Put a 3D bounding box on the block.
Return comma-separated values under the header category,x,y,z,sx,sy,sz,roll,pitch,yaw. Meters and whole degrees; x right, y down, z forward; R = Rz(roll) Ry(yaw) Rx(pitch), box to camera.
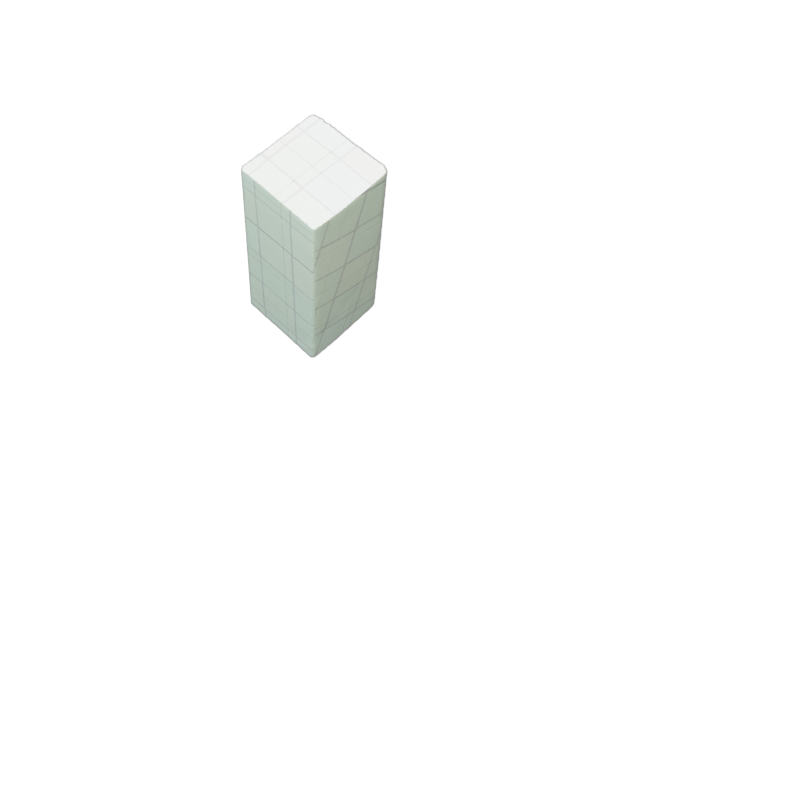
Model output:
category,x,y,z,sx,sy,sz,roll,pitch,yaw
block,-0.077,-0.142,0.992,0.091,0.095,0.193,-41,-20,-24
